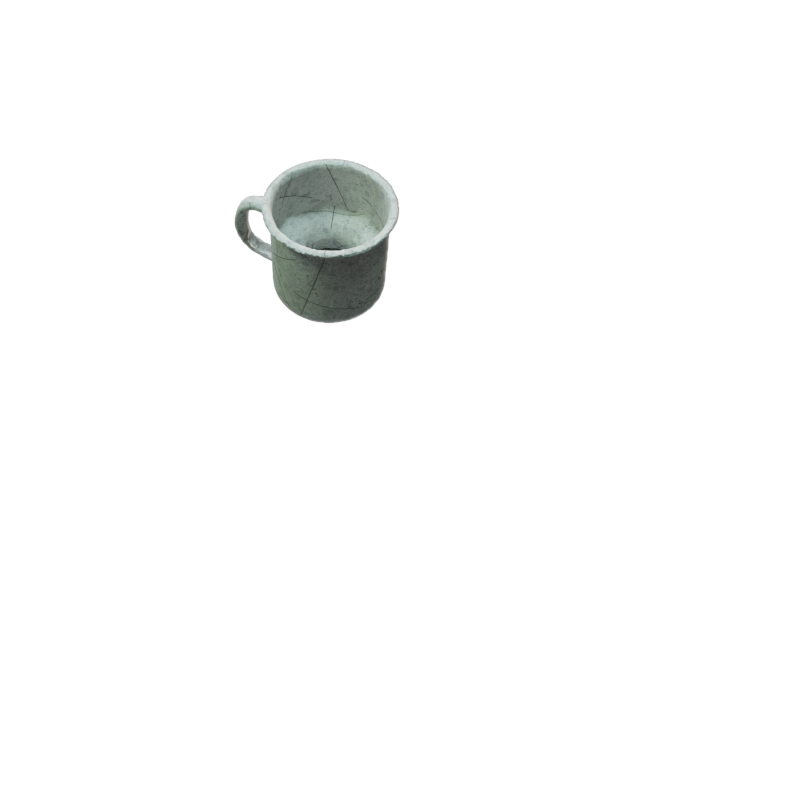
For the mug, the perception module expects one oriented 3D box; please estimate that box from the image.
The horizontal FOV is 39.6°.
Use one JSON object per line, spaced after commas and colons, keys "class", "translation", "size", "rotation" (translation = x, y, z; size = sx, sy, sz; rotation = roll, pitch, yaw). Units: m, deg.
{"class": "mug", "translation": [-0.061, -0.111, 0.780], "size": [0.119, 0.098, 0.076], "rotation": [13, -38, 9]}
